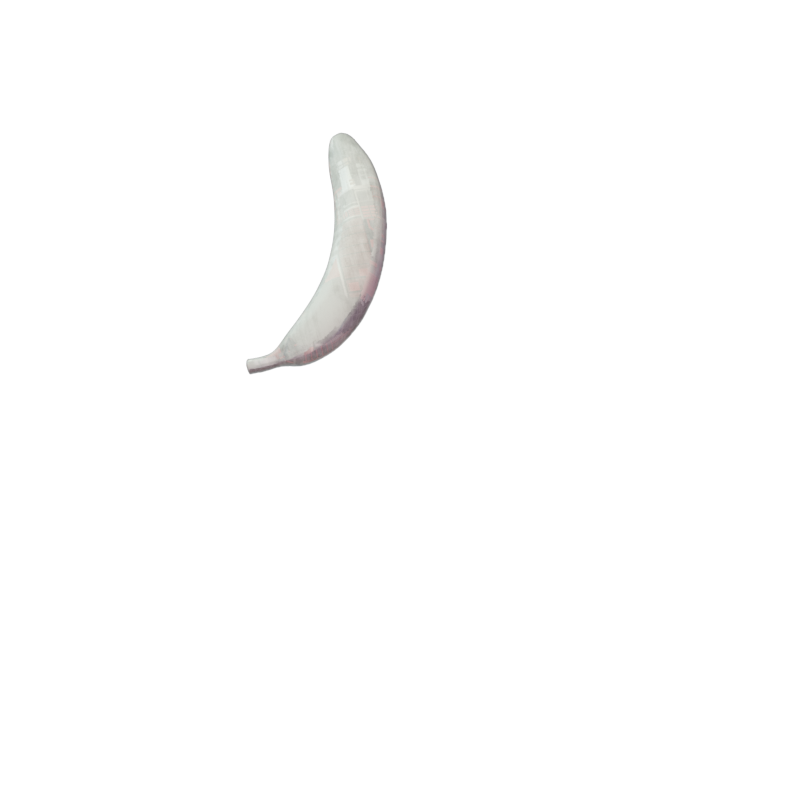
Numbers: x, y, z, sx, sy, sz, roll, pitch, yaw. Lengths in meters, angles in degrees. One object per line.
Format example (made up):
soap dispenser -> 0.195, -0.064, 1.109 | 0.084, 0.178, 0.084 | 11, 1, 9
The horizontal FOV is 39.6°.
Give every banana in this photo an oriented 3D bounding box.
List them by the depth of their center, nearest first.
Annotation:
banana -> -0.045, -0.102, 0.776 | 0.071, 0.206, 0.035 | 15, -25, 6
